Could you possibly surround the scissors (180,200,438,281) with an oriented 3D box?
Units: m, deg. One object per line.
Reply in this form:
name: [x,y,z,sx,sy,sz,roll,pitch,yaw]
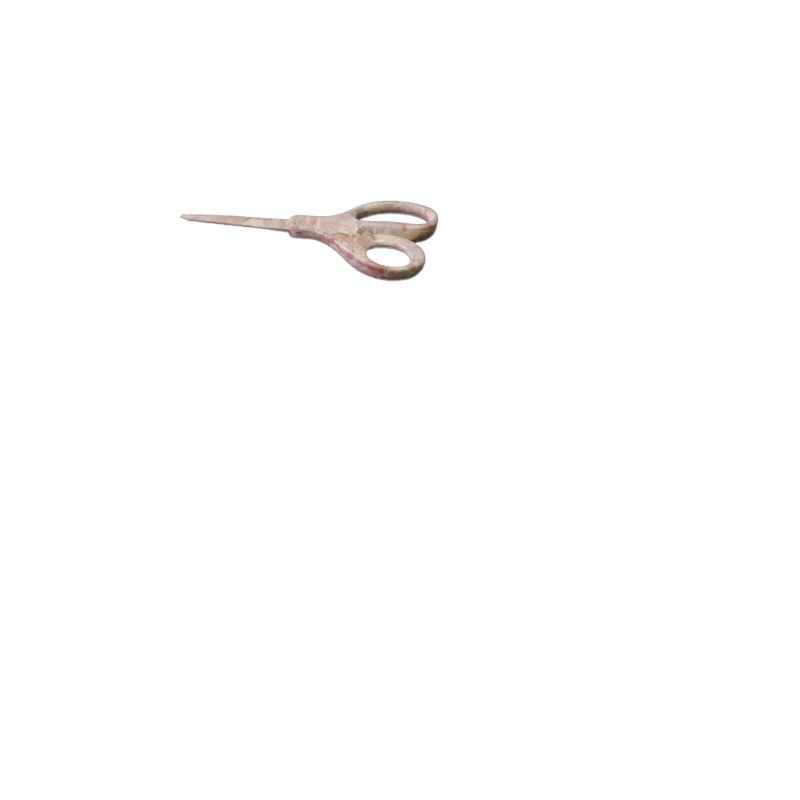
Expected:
scissors: [-0.067,-0.122,0.857,0.200,0.015,0.104,-6,43,-6]
